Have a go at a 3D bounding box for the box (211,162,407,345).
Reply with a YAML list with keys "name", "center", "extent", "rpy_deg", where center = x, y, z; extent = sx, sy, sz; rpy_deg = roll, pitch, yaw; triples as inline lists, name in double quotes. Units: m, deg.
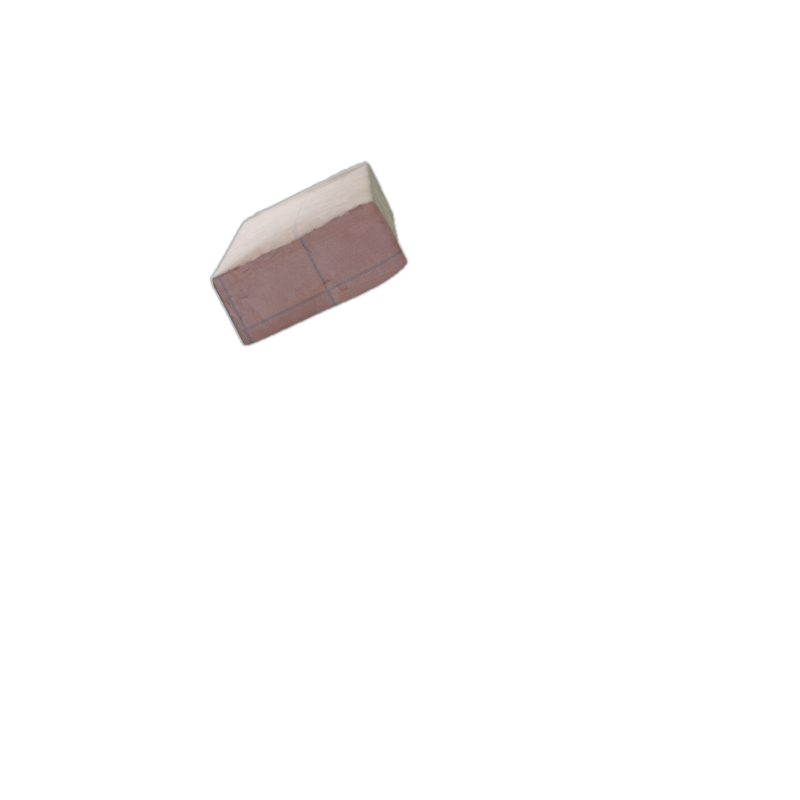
- name: "box"
  center: [-0.050, -0.090, 0.631]
  extent: [0.093, 0.046, 0.183]
  rpy_deg: [-25, 19, 5]
